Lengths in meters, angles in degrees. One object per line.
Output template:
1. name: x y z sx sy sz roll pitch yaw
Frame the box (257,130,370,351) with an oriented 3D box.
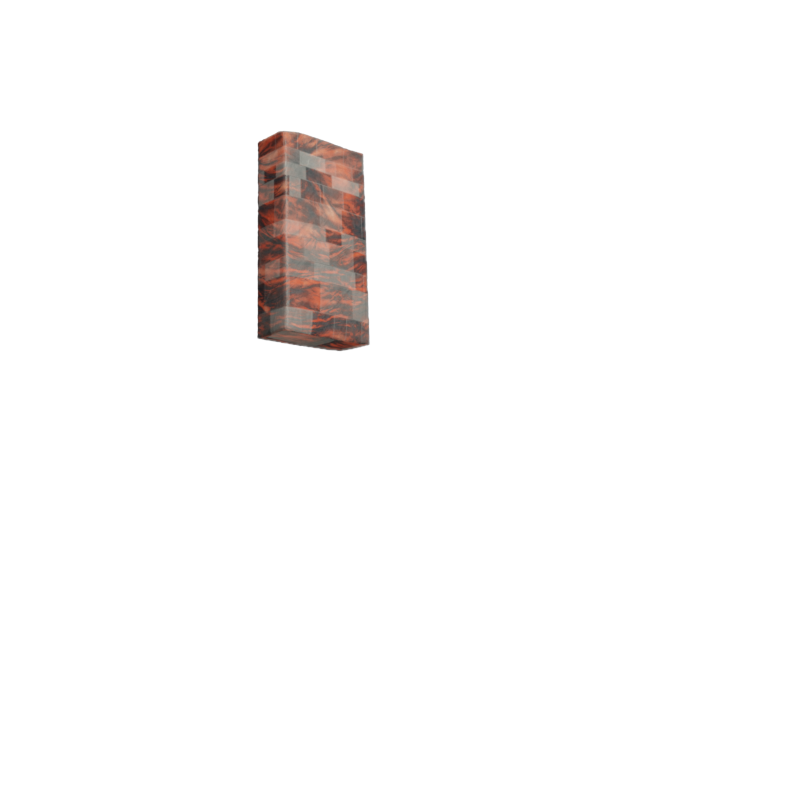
1. box: -0.074 -0.134 0.940 0.089 0.183 0.049 12 -20 -39
